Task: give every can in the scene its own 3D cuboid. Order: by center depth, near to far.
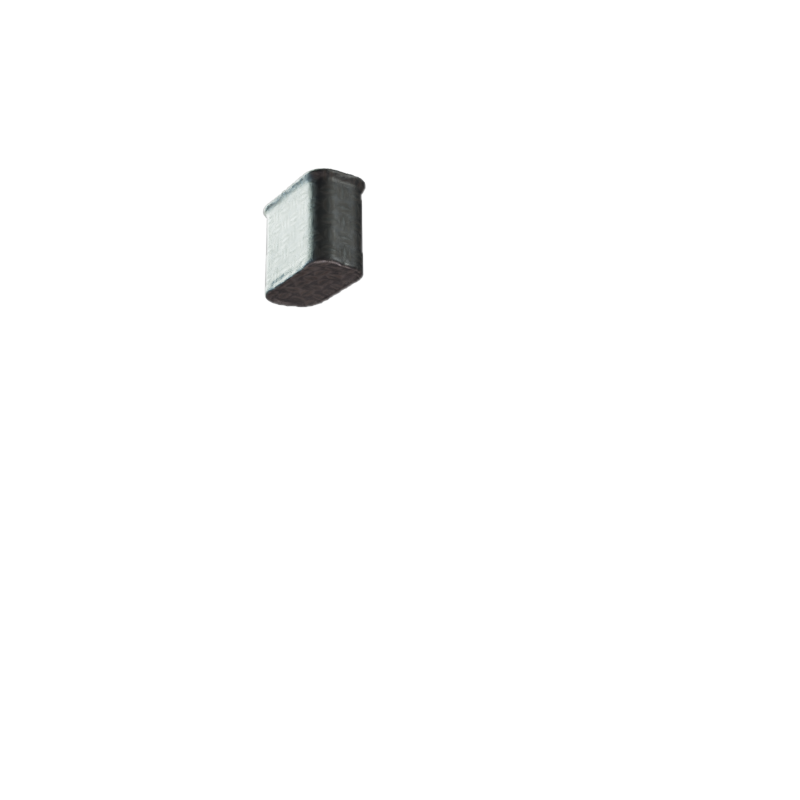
[{"bbox_3d":[-0.073,-0.132,0.926,0.055,0.088,0.101,14,-26,-32],"label":"can"}]
